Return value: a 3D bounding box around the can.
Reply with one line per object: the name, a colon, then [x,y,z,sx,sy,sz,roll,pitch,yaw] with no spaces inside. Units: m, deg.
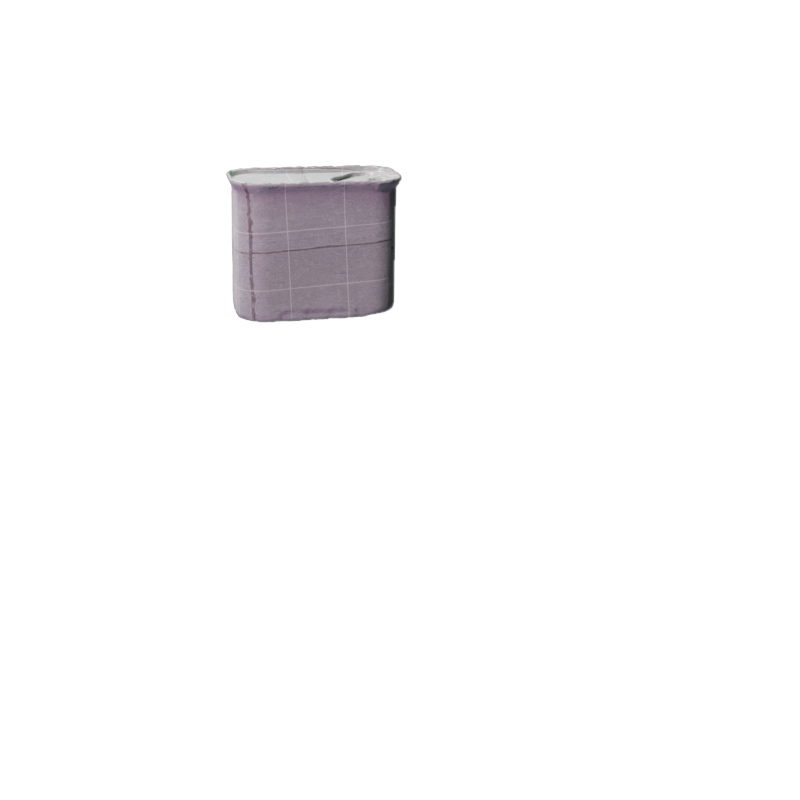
can: [-0.052,-0.095,0.666,0.101,0.081,0.060,-3,16,-11]
